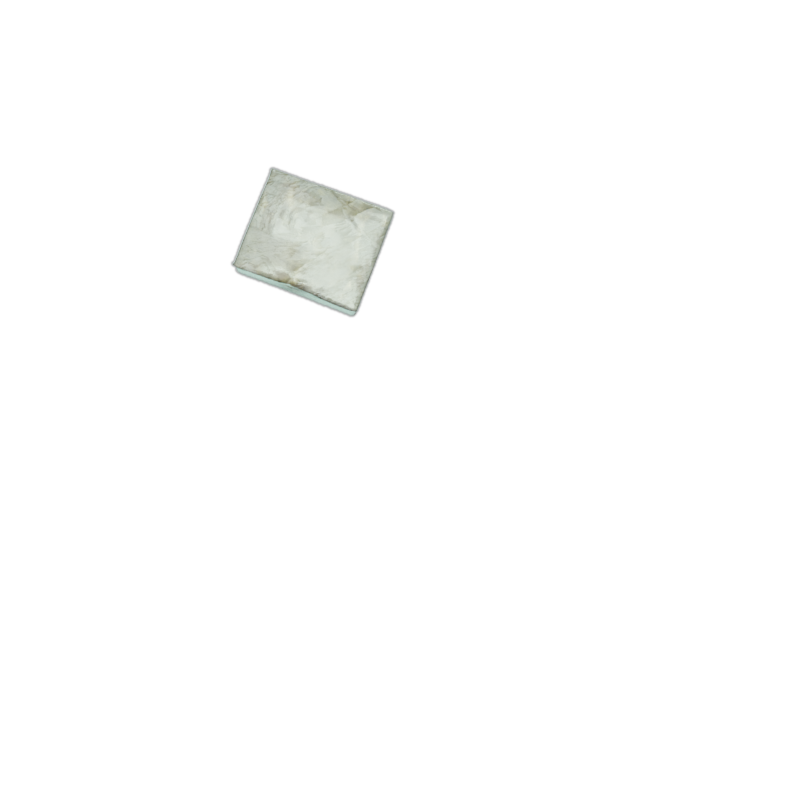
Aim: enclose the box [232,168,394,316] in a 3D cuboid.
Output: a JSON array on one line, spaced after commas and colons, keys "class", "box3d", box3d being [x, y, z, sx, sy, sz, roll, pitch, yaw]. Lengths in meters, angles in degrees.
[{"class": "box", "box3d": [-0.058, -0.106, 0.744, 0.090, 0.074, 0.029, 21, -9, 3]}]
